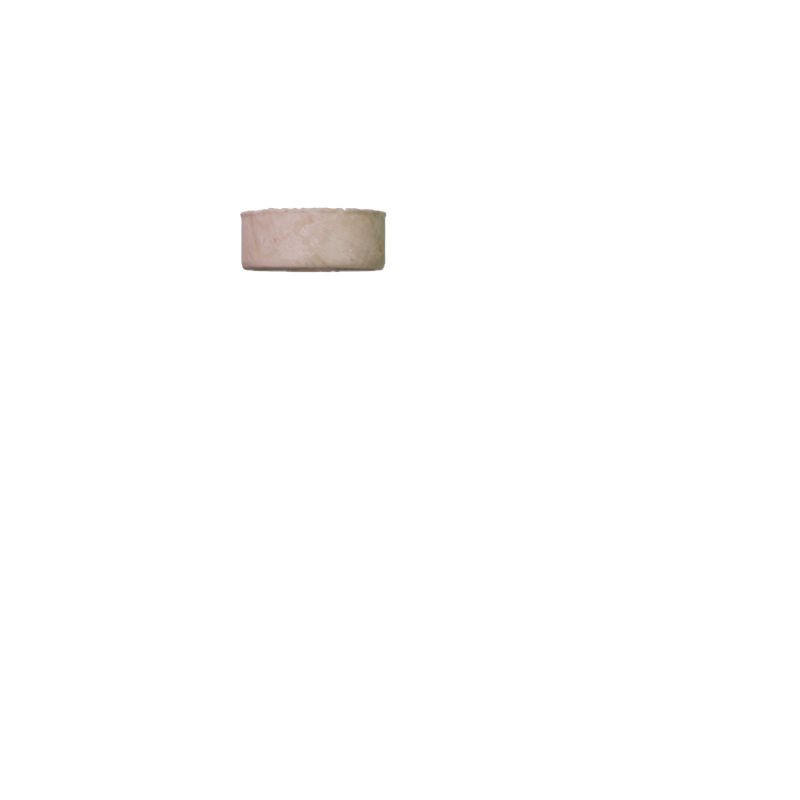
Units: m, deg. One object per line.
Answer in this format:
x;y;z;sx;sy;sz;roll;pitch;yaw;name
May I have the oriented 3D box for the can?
-0.051;-0.093;0.649;0.086;0.034;0.086;0;4;-2;can
